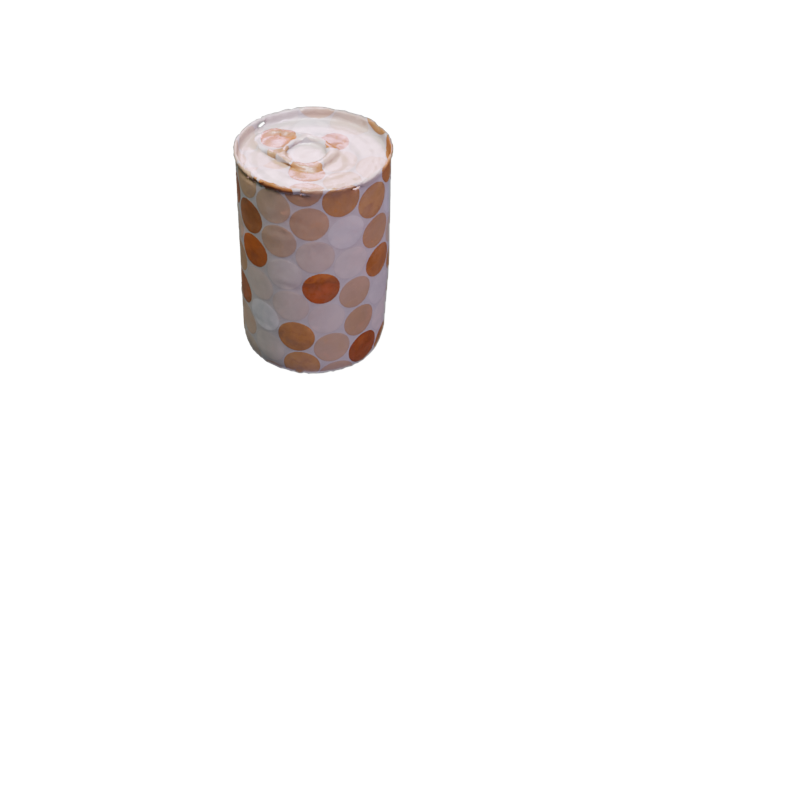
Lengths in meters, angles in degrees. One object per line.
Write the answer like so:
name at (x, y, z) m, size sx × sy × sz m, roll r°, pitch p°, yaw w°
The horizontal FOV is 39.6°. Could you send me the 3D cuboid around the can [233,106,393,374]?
can at (-0.039, -0.071, 0.499) m, size 0.068 × 0.095 × 0.073 m, roll 0°, pitch 40°, yaw -3°
